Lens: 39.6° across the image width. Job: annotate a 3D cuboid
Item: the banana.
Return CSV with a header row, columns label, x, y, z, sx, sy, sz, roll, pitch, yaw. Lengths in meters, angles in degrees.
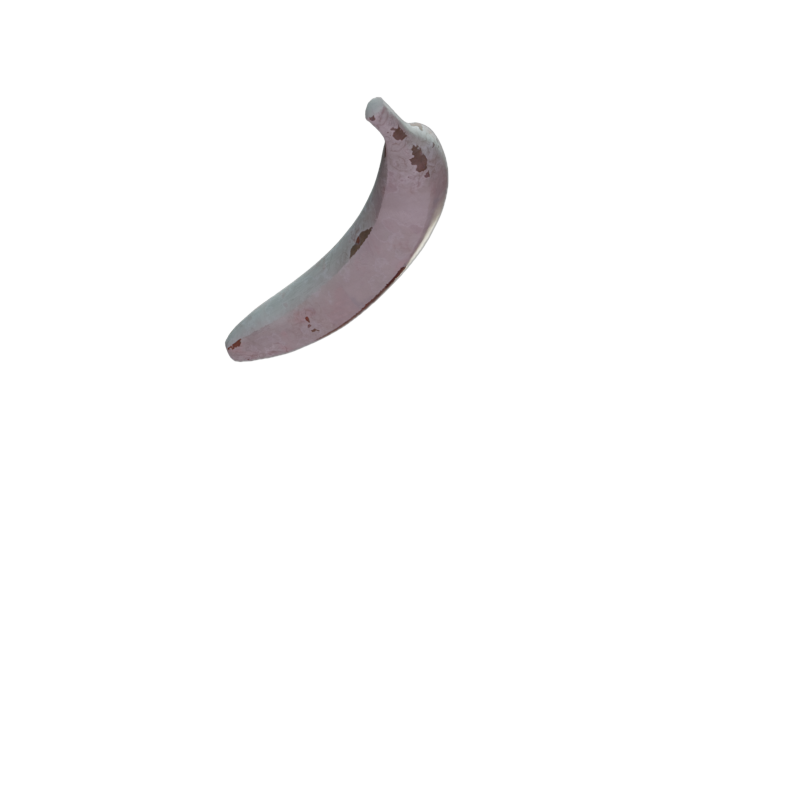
label,x,y,z,sx,sy,sz,roll,pitch,yaw
banana,-0.027,-0.079,0.575,0.067,0.039,0.191,18,-45,-20
